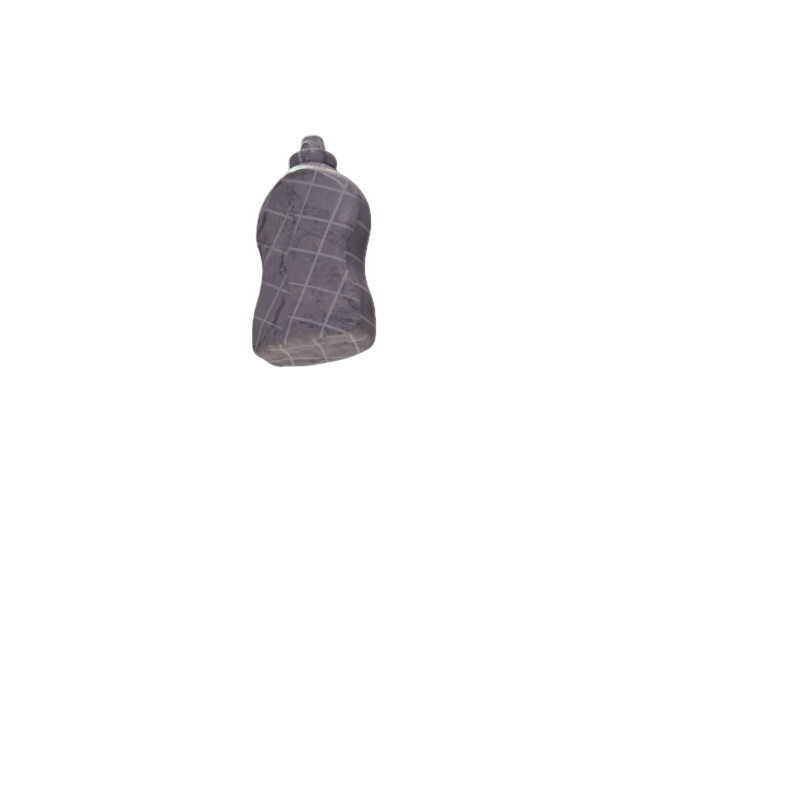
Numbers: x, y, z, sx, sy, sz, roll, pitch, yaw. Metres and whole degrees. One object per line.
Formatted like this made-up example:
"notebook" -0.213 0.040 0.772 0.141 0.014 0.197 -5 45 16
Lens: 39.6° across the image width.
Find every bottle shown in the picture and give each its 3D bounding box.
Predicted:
"bottle" -0.070 -0.127 0.889 0.097 0.203 0.054 -14 -27 25
